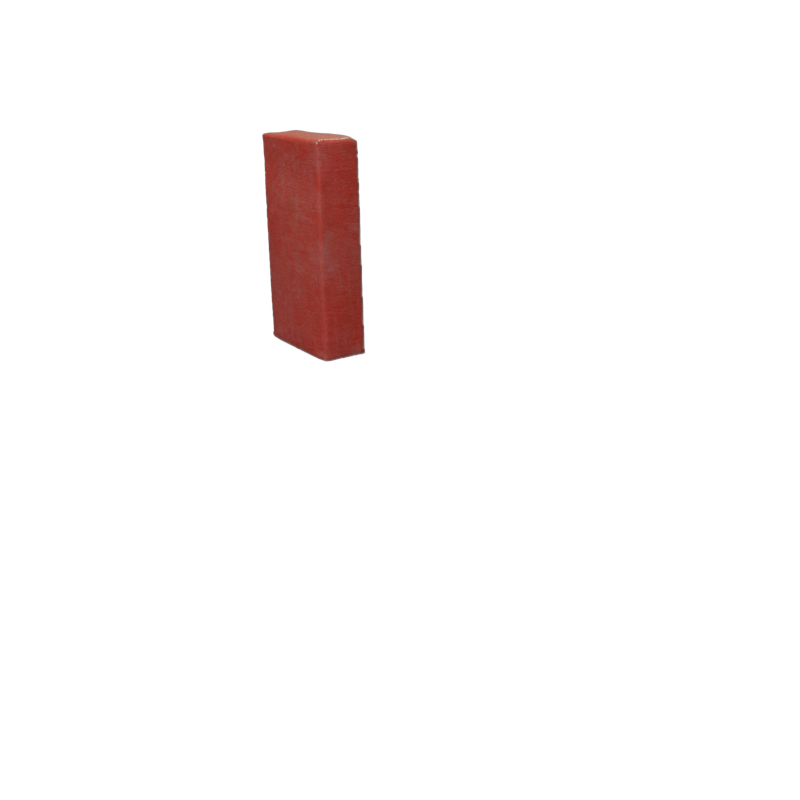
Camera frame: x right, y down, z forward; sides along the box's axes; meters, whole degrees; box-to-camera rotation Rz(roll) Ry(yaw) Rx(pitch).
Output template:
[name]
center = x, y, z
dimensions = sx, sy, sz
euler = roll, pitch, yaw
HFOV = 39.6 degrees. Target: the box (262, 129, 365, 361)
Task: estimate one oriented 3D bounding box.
[box]
center = -0.070, -0.129, 0.904
dimensions = 0.047, 0.172, 0.099
euler = -6, 14, -32
